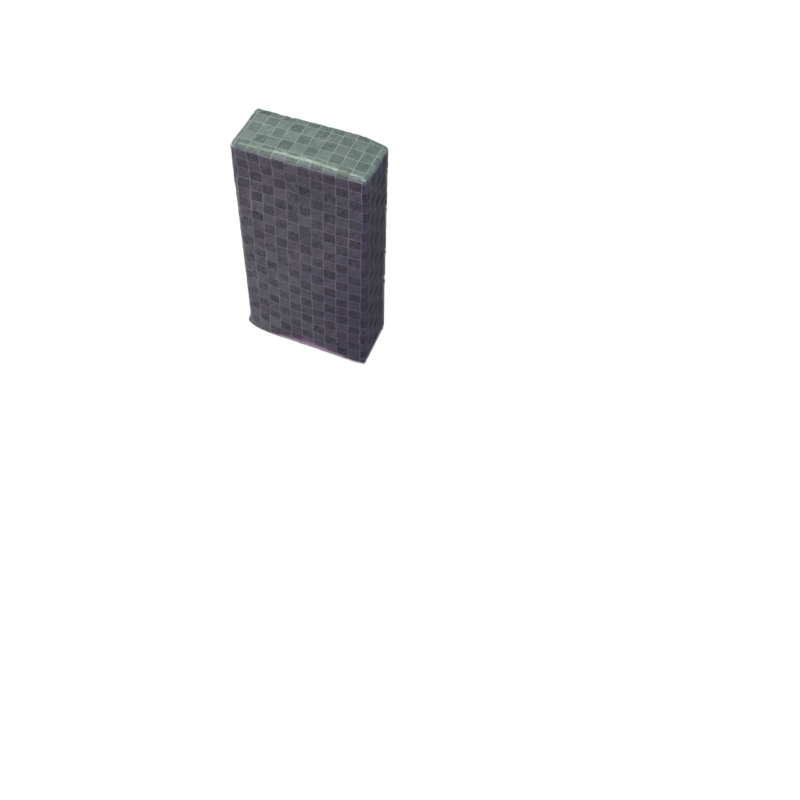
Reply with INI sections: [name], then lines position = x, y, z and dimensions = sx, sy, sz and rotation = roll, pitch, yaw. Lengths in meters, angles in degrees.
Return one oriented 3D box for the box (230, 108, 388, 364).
[box]
position = -0.057, -0.105, 0.735
dimensions = 0.096, 0.050, 0.164
rotation = 20, -39, 14
